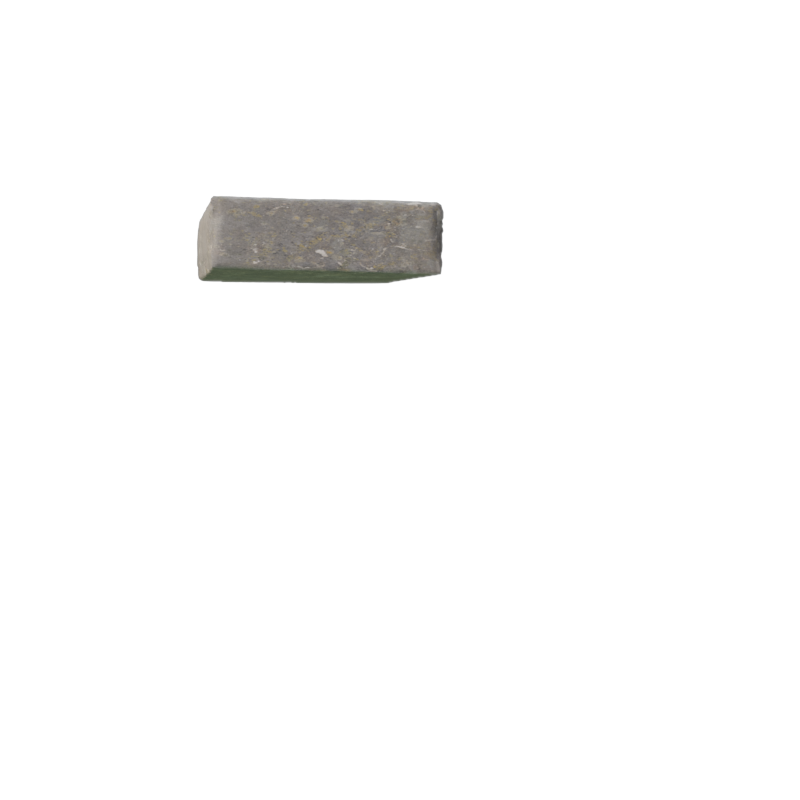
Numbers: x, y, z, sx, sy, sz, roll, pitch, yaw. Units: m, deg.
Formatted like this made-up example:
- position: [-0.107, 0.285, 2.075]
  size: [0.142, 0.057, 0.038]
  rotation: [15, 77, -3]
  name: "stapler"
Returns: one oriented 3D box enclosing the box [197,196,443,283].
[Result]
- position: [-0.035, -0.063, 0.443]
  size: [0.088, 0.030, 0.074]
  rotation: [0, 2, -11]
  name: "box"
